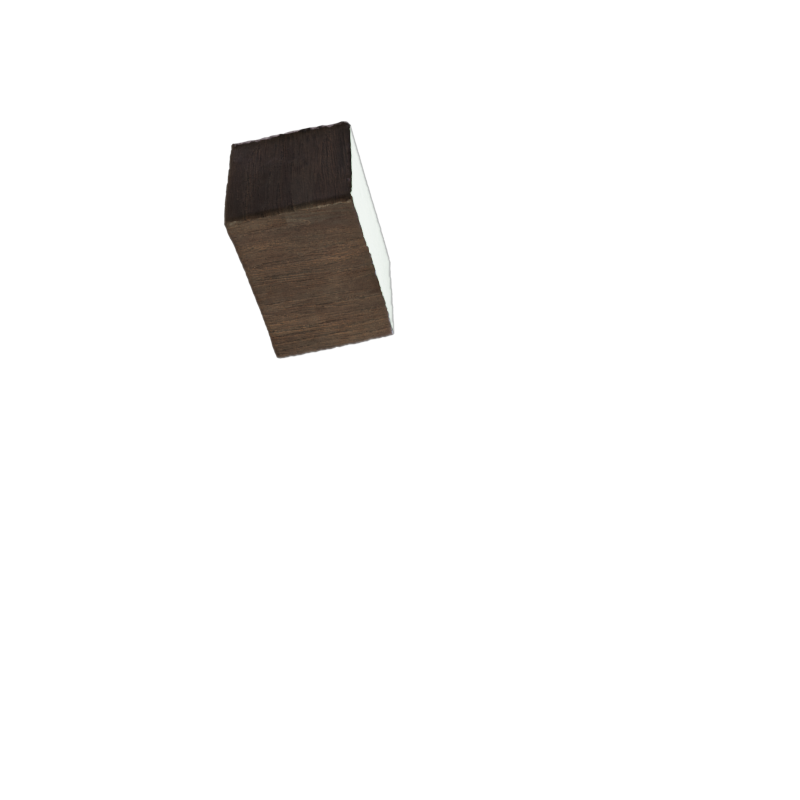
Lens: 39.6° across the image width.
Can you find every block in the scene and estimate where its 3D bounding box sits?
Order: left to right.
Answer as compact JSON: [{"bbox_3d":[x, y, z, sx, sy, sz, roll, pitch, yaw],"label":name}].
[{"bbox_3d":[-0.036,-0.065,0.457,0.053,0.072,0.055,-10,43,7],"label":"block"}]
